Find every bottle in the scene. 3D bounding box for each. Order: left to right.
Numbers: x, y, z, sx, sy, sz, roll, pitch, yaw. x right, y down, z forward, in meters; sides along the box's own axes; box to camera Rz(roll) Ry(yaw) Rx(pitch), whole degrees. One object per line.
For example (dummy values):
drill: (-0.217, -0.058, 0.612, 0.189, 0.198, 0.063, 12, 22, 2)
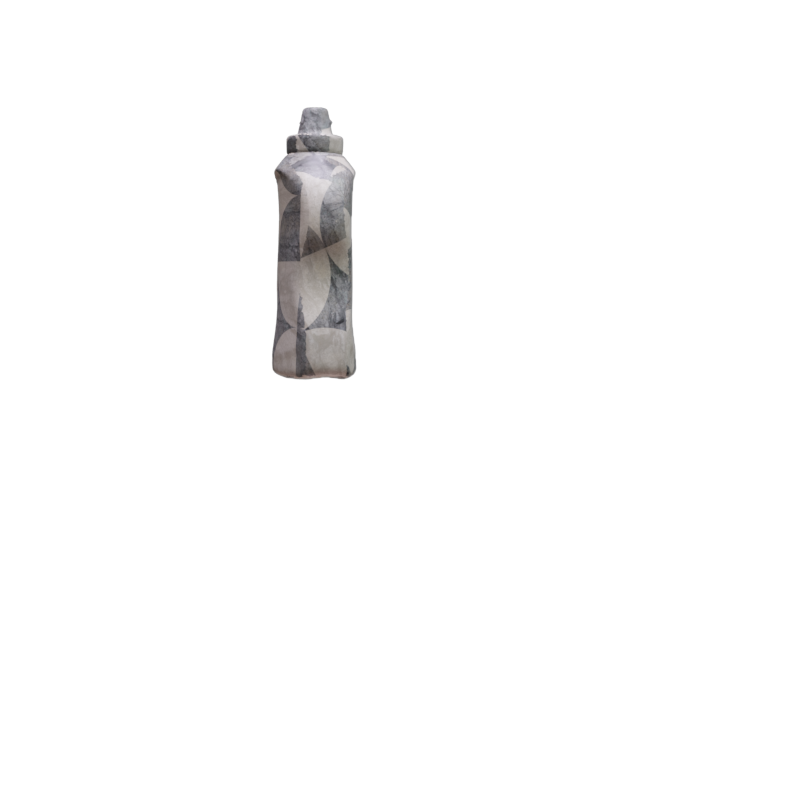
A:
bottle: (-0.062, -0.113, 0.795, 0.057, 0.193, 0.097, 0, -1, -12)
